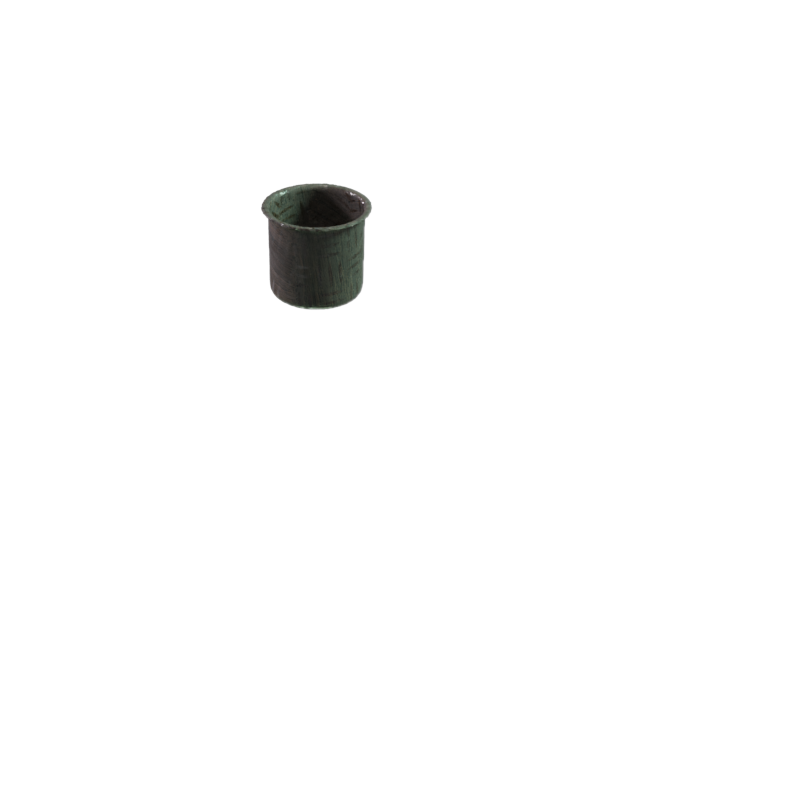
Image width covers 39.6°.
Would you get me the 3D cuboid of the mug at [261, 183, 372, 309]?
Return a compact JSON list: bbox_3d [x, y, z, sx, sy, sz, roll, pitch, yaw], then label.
[{"bbox_3d":[-0.075,-0.137,0.960,0.092,0.077,0.126,-8,33,-14],"label":"mug"}]
